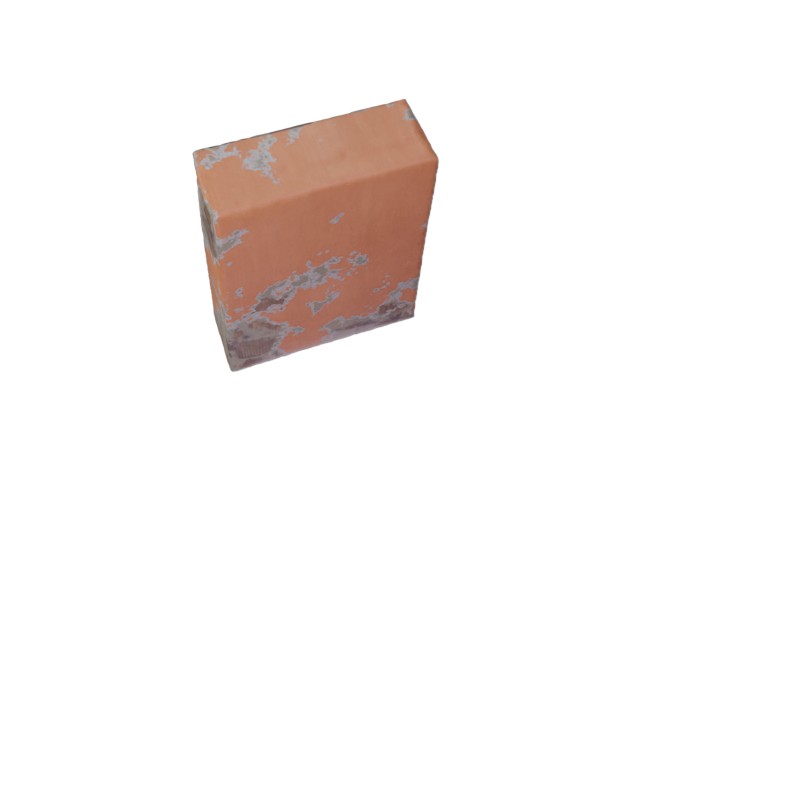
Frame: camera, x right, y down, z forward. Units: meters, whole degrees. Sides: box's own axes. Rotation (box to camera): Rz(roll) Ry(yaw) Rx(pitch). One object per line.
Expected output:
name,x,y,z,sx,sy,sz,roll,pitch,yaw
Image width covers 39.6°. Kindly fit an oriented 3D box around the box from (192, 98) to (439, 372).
box,-0.067,-0.121,0.850,0.163,0.077,0.200,-16,-28,-12
